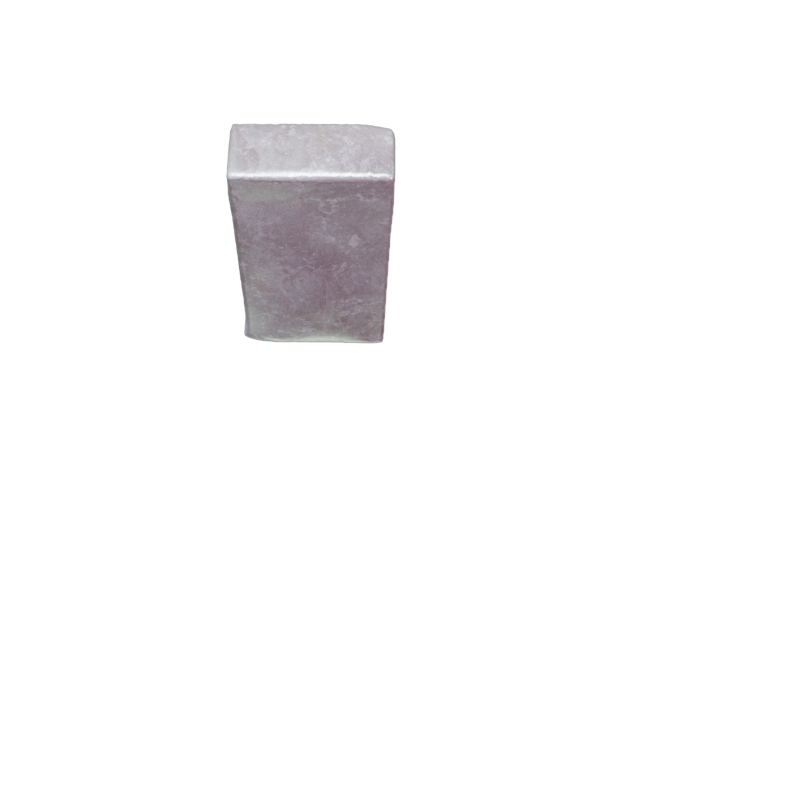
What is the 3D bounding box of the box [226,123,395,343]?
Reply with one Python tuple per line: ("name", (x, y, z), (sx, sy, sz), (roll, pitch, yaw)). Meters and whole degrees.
("box", (-0.052, -0.096, 0.672), (0.093, 0.051, 0.165), (2, -32, -2))
